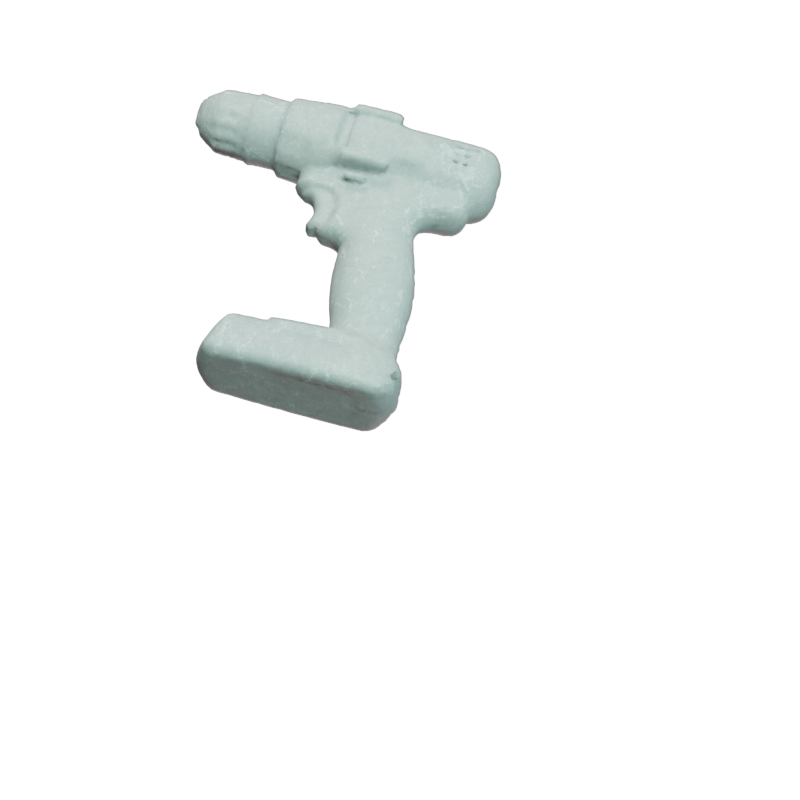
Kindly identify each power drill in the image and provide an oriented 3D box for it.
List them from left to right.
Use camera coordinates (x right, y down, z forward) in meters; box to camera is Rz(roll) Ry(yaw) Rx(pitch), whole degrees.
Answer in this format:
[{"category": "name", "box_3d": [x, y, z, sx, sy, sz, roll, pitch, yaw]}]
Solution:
[{"category": "power drill", "box_3d": [-0.048, -0.088, 0.619, 0.187, 0.197, 0.054, 13, -29, 7]}]
